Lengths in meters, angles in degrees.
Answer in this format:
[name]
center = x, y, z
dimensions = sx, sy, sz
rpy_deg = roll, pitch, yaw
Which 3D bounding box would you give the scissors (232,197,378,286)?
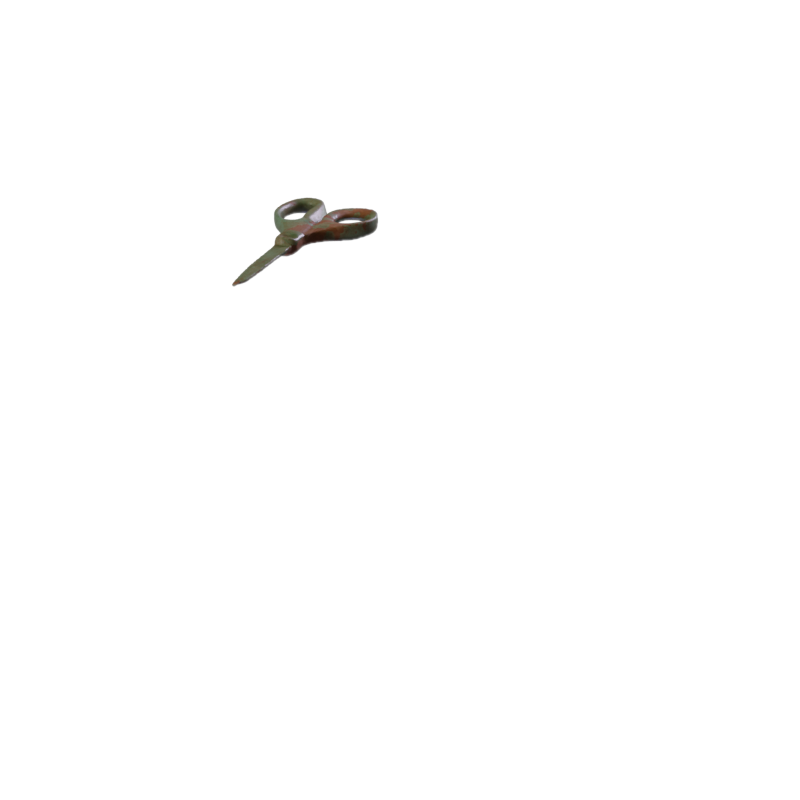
[scissors]
center = -0.068, -0.124, 0.869
dimensions = 0.097, 0.015, 0.211
rpy_deg = 1, 26, 2
